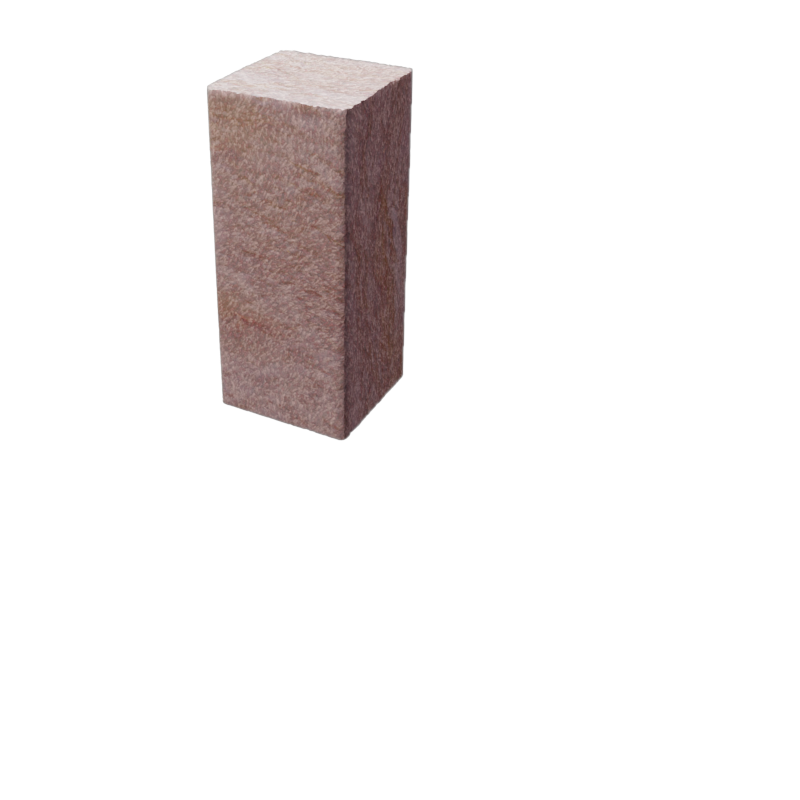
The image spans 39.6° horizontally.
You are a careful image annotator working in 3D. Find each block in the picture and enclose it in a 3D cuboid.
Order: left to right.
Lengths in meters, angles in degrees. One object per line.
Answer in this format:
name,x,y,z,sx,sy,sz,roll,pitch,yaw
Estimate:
block,-0.053,-0.095,0.666,0.094,0.195,0.092,15,30,23
